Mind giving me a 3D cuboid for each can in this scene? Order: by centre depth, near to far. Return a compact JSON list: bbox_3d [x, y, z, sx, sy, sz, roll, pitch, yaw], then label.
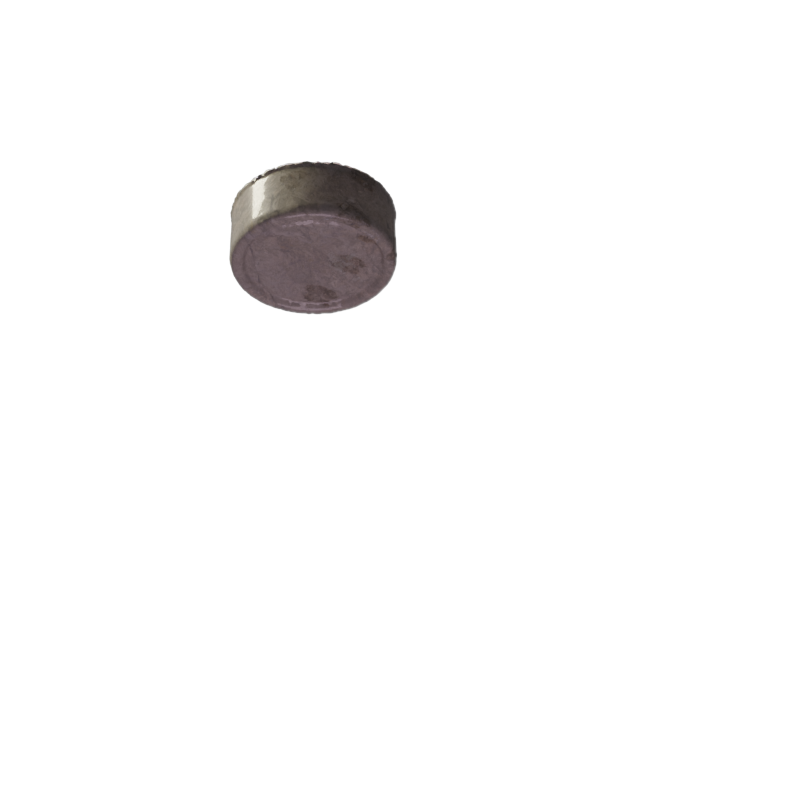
[{"bbox_3d":[-0.044,-0.081,0.565,0.086,0.036,0.080,1,-34,-2],"label":"can"}]
